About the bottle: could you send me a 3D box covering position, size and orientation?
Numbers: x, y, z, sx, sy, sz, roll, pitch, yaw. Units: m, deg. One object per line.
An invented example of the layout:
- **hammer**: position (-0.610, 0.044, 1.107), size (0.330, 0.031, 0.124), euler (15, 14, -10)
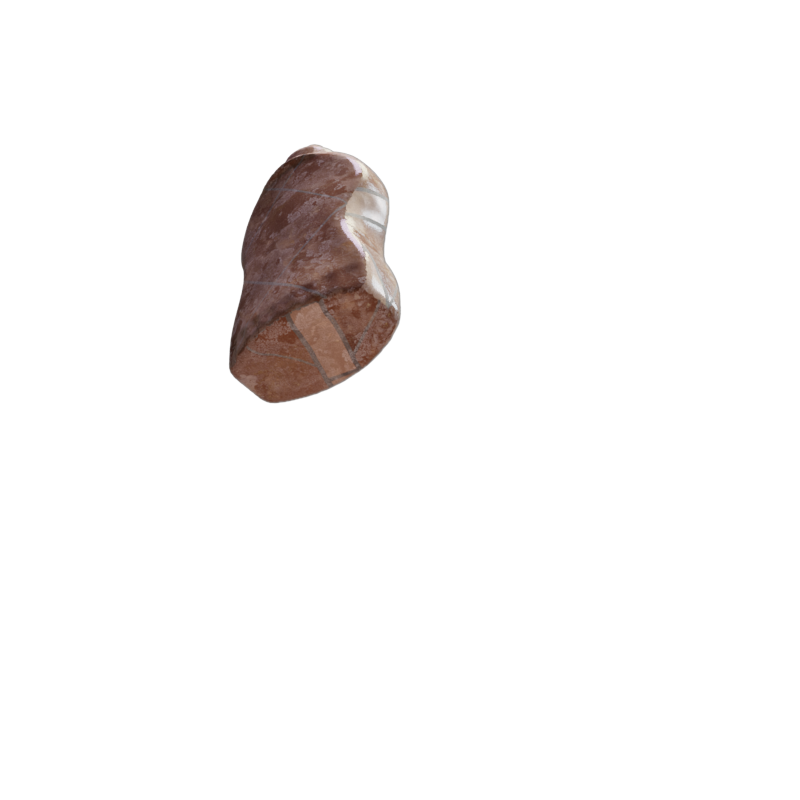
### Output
- **bottle**: position (-0.050, -0.092, 0.644), size (0.095, 0.206, 0.055), euler (-33, -54, 23)
